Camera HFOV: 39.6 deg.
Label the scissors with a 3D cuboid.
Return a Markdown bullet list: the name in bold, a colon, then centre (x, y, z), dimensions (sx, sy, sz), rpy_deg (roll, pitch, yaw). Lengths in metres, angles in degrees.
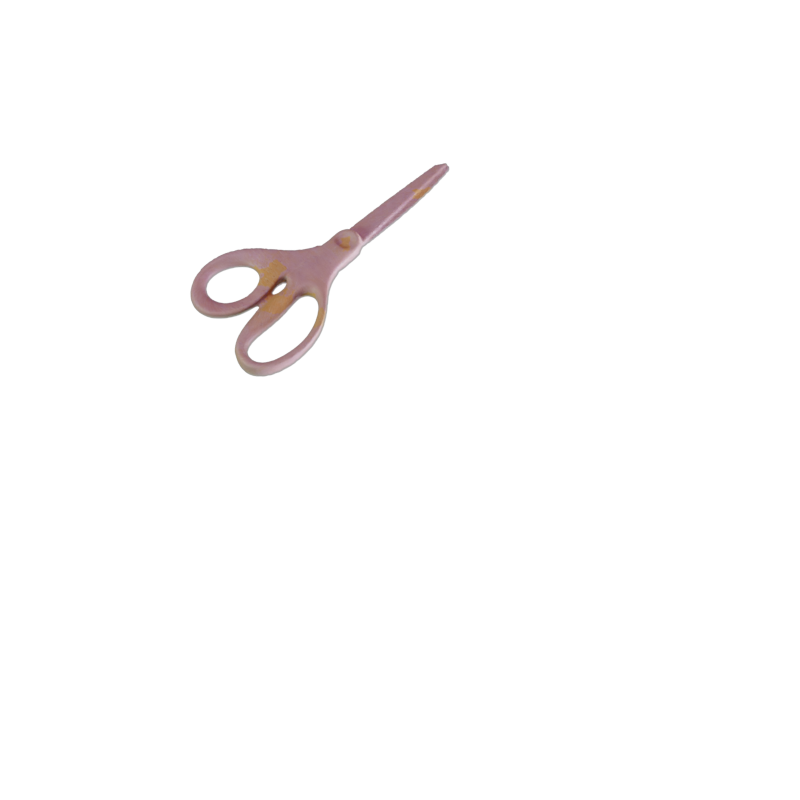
- **scissors**: centre (-0.056, -0.101, 0.709), dimensions (0.100, 0.208, 0.015), rpy_deg (24, -31, 15)
